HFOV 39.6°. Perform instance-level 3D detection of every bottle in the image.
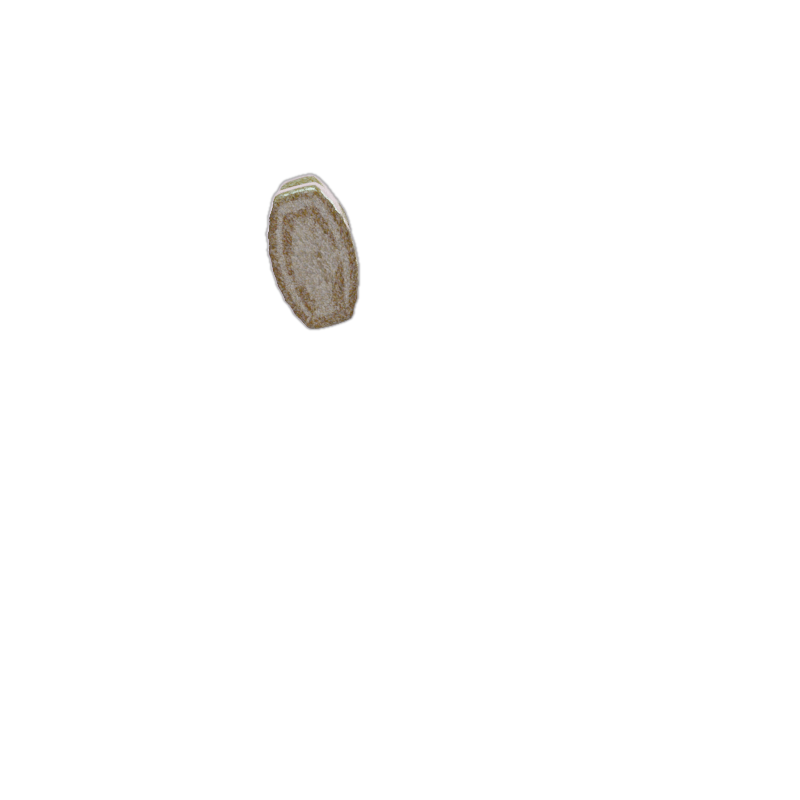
[{"bbox_3d":[-0.064,-0.117,0.821,0.058,0.093,0.197,-17,14,0],"label":"bottle"}]
